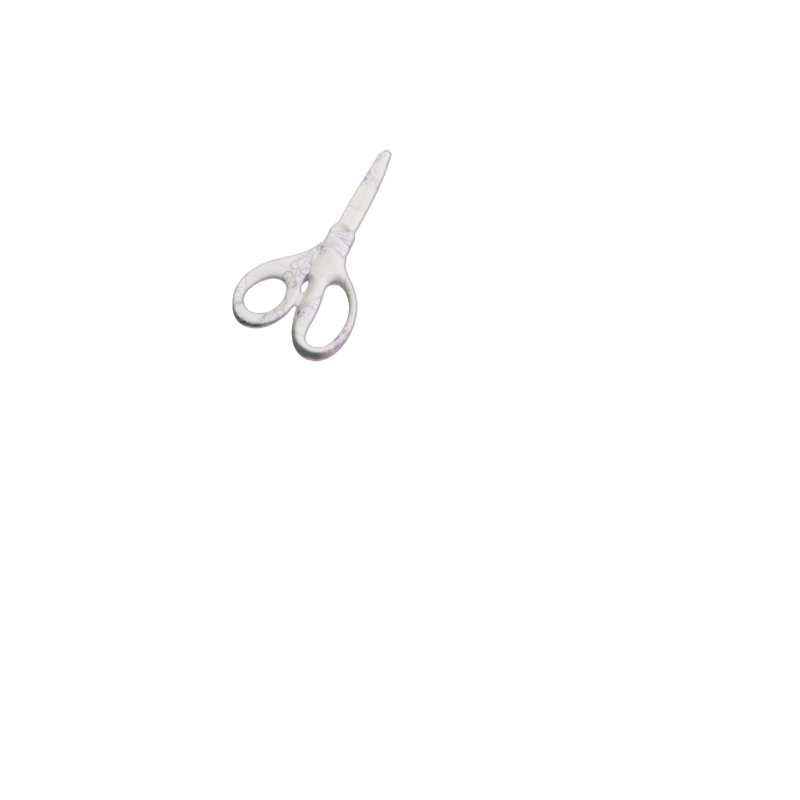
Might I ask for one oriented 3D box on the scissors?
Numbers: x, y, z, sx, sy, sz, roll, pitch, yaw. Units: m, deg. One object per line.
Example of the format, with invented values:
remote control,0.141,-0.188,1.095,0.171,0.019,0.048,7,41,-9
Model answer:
scissors,-0.063,-0.115,0.806,0.097,0.215,0.015,4,-38,3
